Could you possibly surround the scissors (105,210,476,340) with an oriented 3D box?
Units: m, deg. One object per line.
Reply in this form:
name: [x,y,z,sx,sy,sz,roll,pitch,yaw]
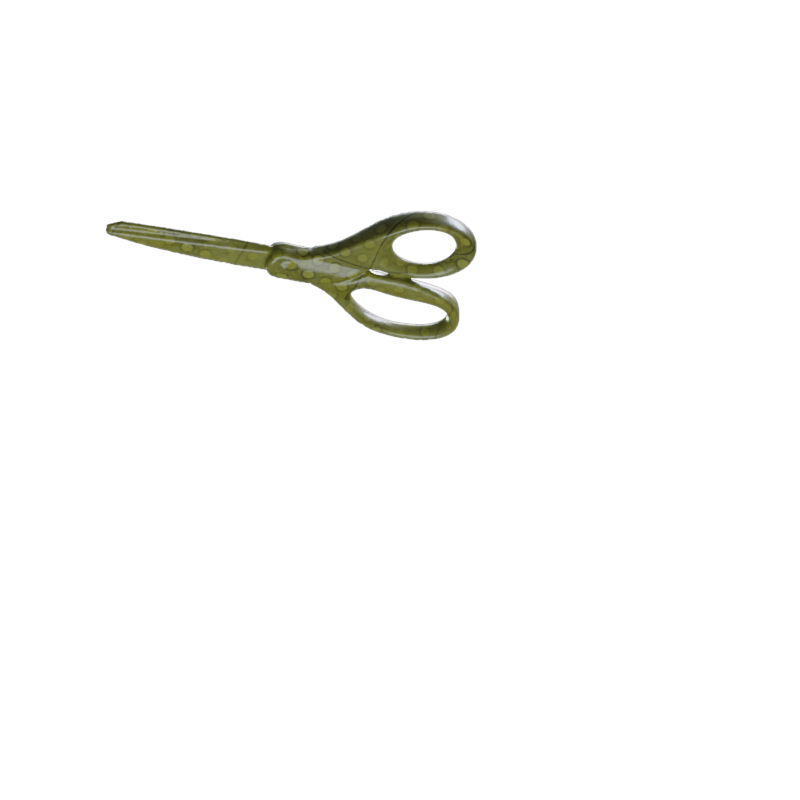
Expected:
scissors: [-0.047,-0.085,0.595,0.194,0.017,0.093,22,-50,-20]
